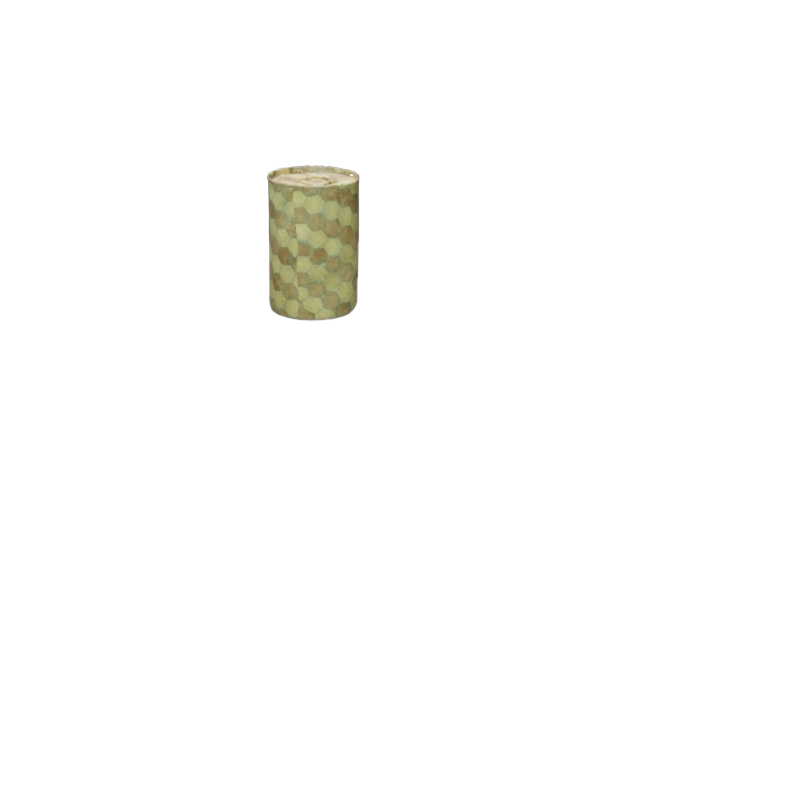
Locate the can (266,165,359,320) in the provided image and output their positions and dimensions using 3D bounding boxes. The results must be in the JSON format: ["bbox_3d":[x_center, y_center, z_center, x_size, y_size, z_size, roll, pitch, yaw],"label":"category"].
[{"bbox_3d":[-0.064,-0.118,0.824,0.068,0.098,0.072,0,19,-2],"label":"can"}]
